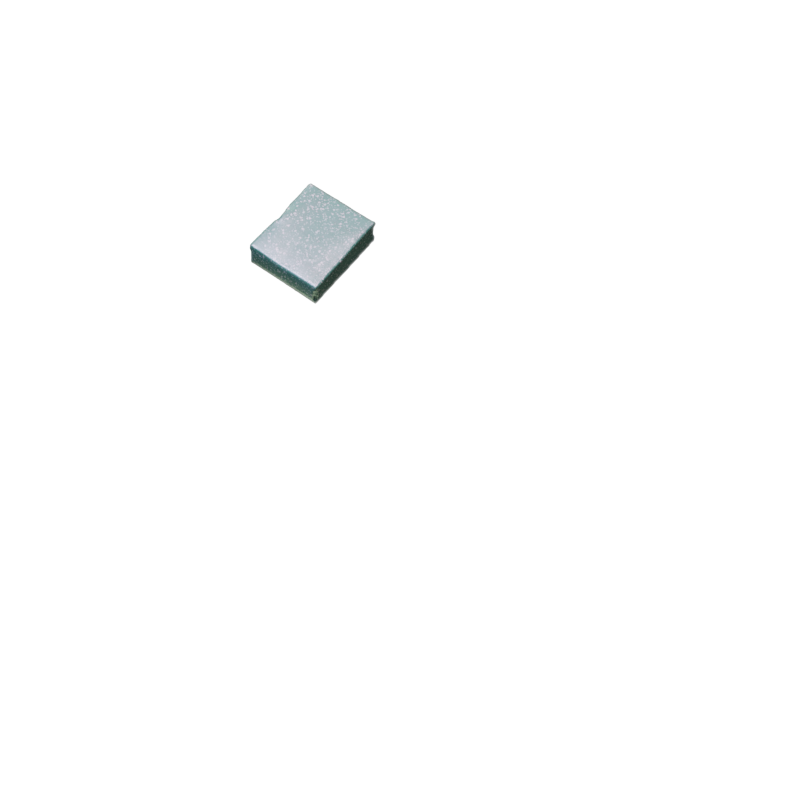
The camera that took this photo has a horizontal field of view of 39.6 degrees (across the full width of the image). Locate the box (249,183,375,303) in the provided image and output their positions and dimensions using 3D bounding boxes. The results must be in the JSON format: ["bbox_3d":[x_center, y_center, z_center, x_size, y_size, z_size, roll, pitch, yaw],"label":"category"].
[{"bbox_3d":[-0.076,-0.139,0.969,0.076,0.091,0.028,32,-27,18],"label":"box"}]
